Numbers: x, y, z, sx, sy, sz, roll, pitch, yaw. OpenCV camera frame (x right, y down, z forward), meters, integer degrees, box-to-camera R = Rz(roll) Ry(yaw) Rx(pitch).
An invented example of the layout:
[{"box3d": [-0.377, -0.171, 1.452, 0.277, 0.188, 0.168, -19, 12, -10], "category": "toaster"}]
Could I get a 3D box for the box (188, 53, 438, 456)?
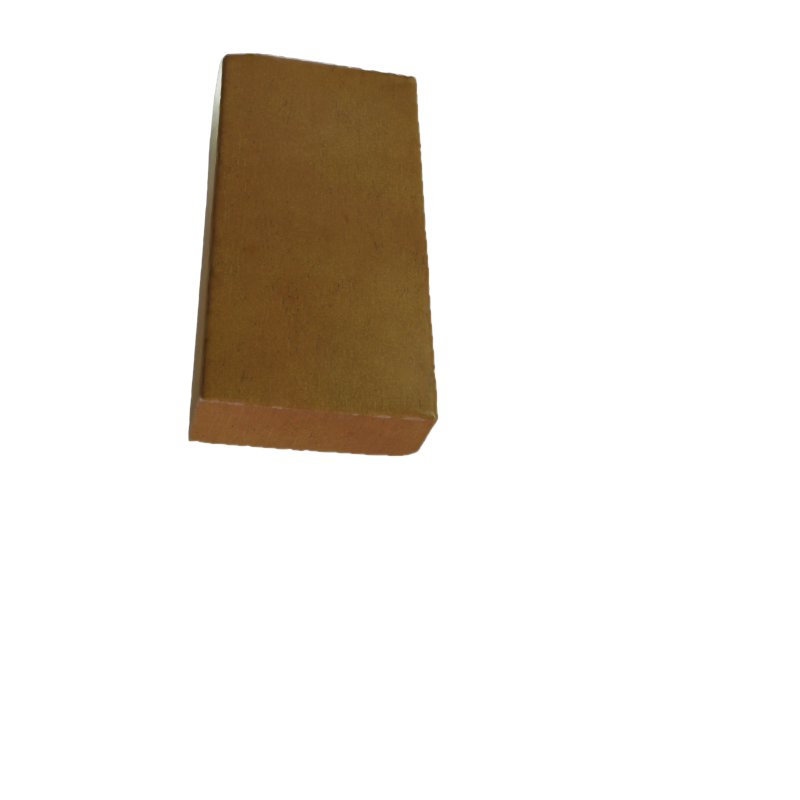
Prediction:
[{"box3d": [-0.037, -0.067, 0.469, 0.092, 0.188, 0.046, 4, -31, -11], "category": "box"}]
